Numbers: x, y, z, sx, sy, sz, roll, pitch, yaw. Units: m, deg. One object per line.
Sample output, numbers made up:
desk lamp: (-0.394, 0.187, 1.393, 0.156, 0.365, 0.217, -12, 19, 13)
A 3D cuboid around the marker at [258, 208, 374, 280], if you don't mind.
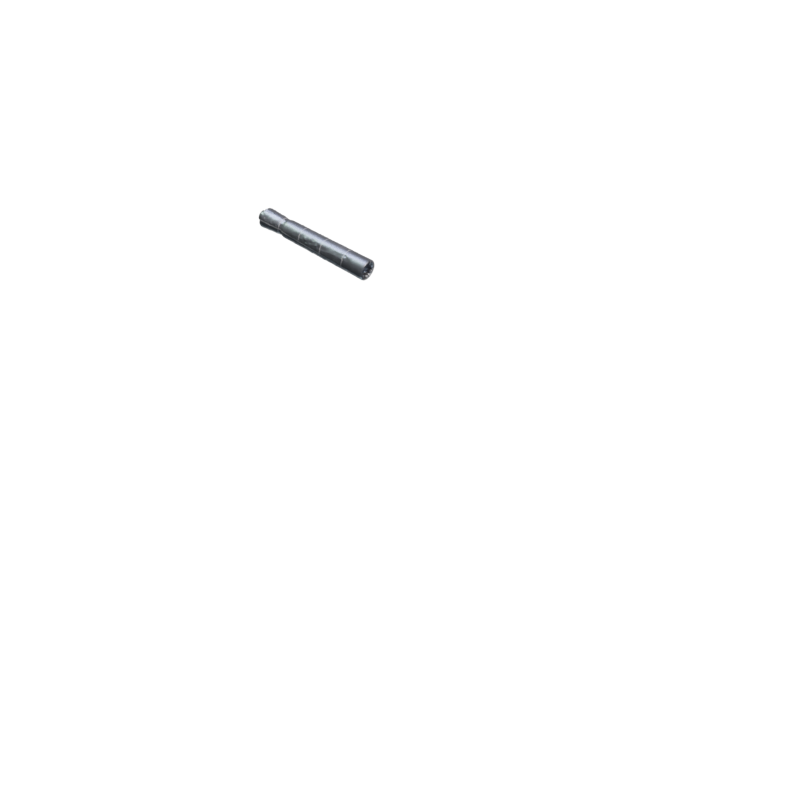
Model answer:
marker: (-0.075, -0.137, 0.960, 0.128, 0.019, 0.019, 31, 19, 29)
